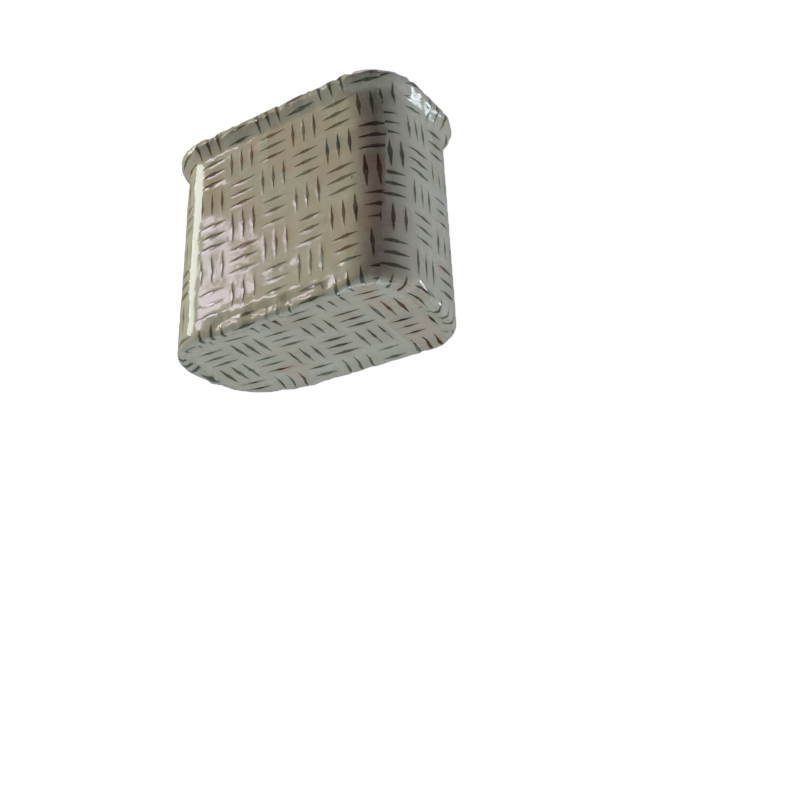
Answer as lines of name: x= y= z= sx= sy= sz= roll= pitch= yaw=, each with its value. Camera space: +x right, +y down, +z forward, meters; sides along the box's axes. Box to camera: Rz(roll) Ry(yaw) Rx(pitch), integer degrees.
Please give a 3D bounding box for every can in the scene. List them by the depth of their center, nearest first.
can: x=-0.031 y=-0.056 z=0.394 sx=0.103 sy=0.089 sz=0.053 roll=-18 pitch=-33 yaw=28
